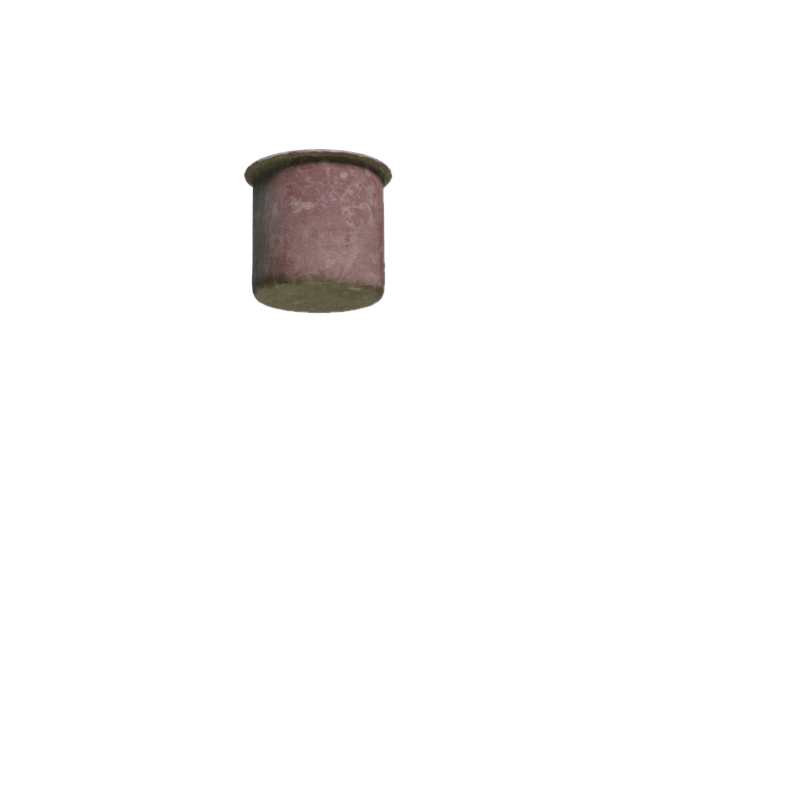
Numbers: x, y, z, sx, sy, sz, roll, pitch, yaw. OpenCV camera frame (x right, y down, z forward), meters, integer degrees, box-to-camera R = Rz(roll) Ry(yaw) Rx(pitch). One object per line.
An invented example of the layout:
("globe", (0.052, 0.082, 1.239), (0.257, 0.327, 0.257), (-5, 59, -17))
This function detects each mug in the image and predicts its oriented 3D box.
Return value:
("mug", (-0.055, -0.100, 0.697), (0.091, 0.084, 0.116), (3, -12, -18))
